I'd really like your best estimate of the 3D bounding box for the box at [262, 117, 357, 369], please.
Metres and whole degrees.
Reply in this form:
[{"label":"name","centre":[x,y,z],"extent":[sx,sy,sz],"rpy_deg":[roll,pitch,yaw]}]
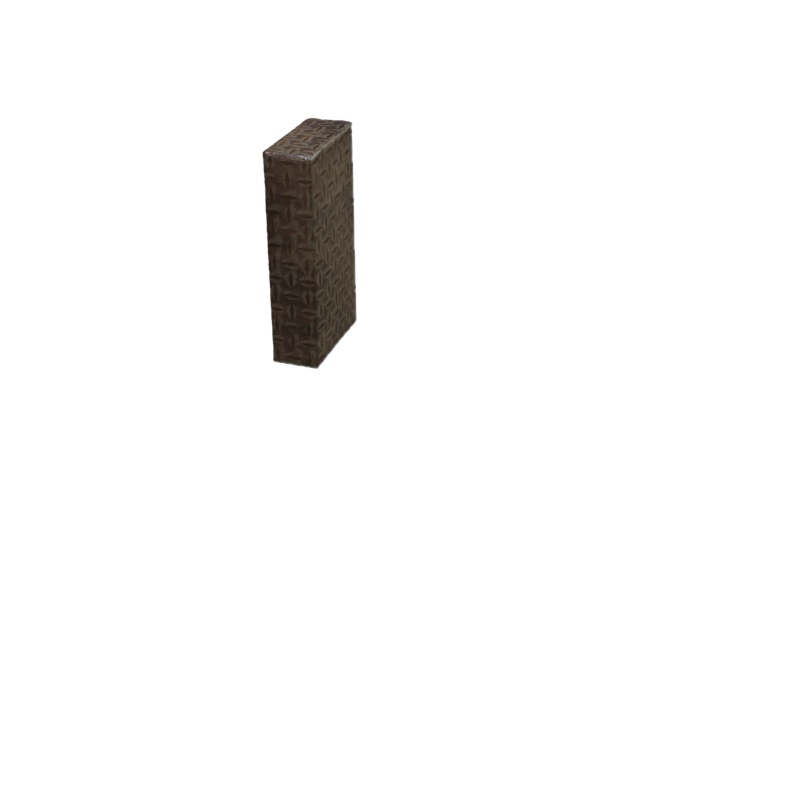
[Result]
[{"label":"box","centre":[-0.068,-0.125,0.874],"extent":[0.049,0.167,0.096],"rpy_deg":[10,28,15]}]
